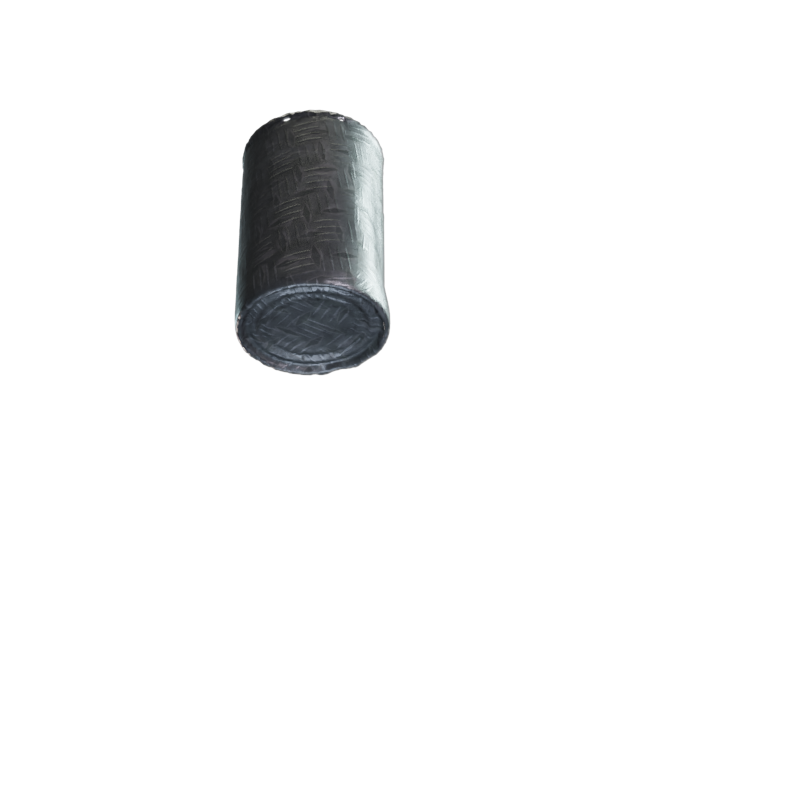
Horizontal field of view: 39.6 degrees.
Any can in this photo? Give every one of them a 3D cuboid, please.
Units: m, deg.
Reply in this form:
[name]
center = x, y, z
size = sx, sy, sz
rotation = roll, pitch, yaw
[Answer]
[can]
center = -0.039, -0.071, 0.498
size = 0.068, 0.110, 0.064
rotation = -1, -38, -3
